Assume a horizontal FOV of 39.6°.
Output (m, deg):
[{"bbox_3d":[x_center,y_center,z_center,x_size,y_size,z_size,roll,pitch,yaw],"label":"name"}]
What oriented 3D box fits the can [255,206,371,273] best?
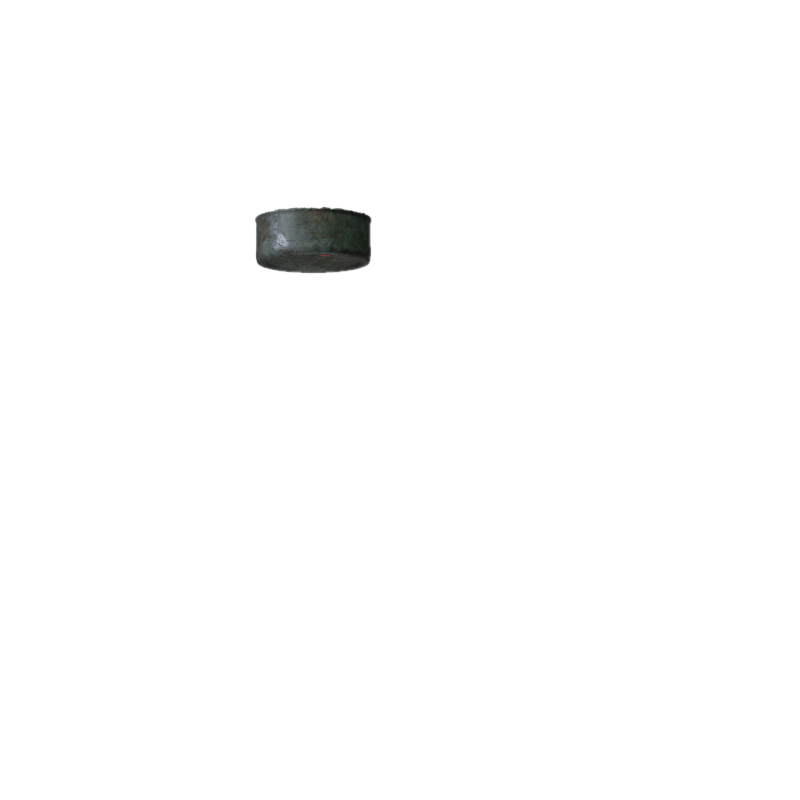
[{"bbox_3d":[-0.064,-0.116,0.812,0.086,0.034,0.084,0,-4,-2],"label":"can"}]
